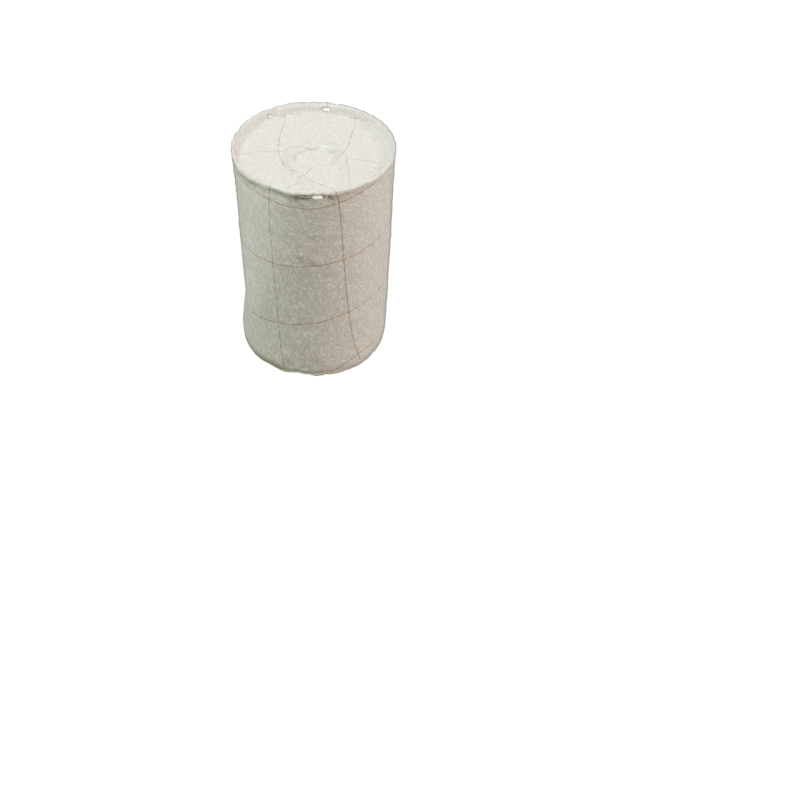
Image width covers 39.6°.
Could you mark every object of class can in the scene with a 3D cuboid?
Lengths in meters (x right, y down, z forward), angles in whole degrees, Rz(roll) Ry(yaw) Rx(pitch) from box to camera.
[{"bbox_3d":[-0.038,-0.069,0.484,0.068,0.095,0.073,0,42,-3],"label":"can"}]
